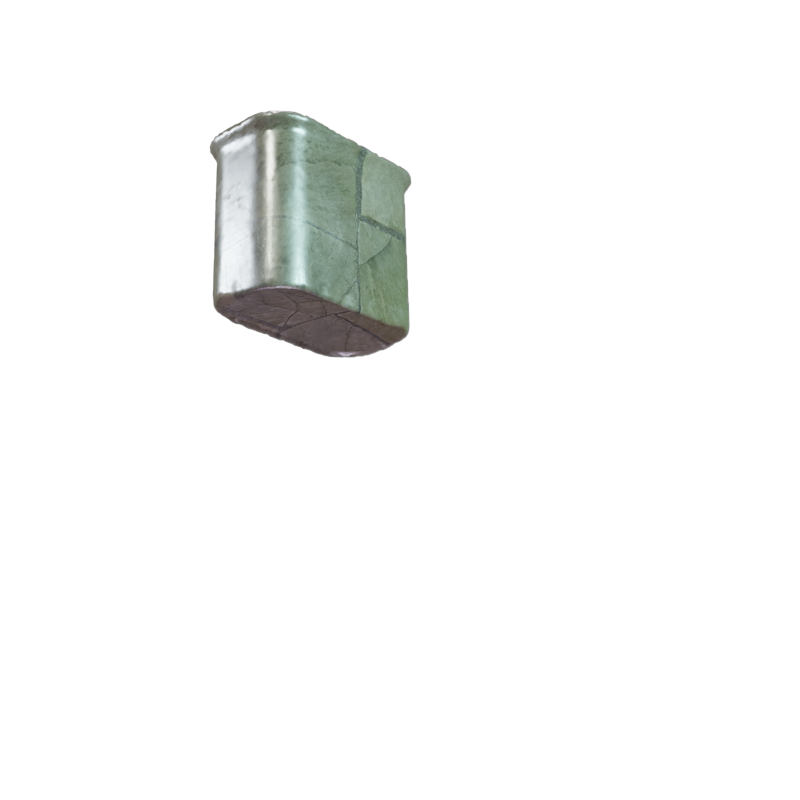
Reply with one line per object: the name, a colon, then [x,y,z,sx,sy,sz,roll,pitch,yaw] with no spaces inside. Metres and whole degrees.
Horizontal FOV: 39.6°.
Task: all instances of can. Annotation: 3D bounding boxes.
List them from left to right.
can: [-0.040,-0.073,0.514,0.058,0.088,0.096,-20,-28,38]
